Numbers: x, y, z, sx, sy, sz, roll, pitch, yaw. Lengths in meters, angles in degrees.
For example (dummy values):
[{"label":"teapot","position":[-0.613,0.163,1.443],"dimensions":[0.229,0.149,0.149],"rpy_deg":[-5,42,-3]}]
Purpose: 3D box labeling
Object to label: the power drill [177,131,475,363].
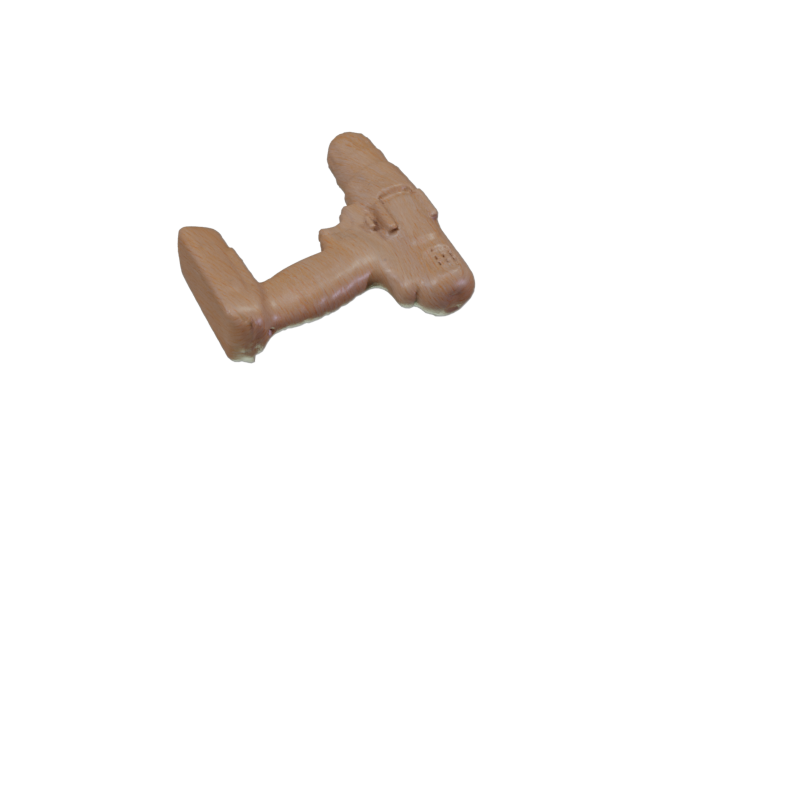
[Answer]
[{"label":"power drill","position":[-0.064,-0.116,0.813],"dimensions":[0.186,0.199,0.053],"rpy_deg":[-21,-37,-17]}]
